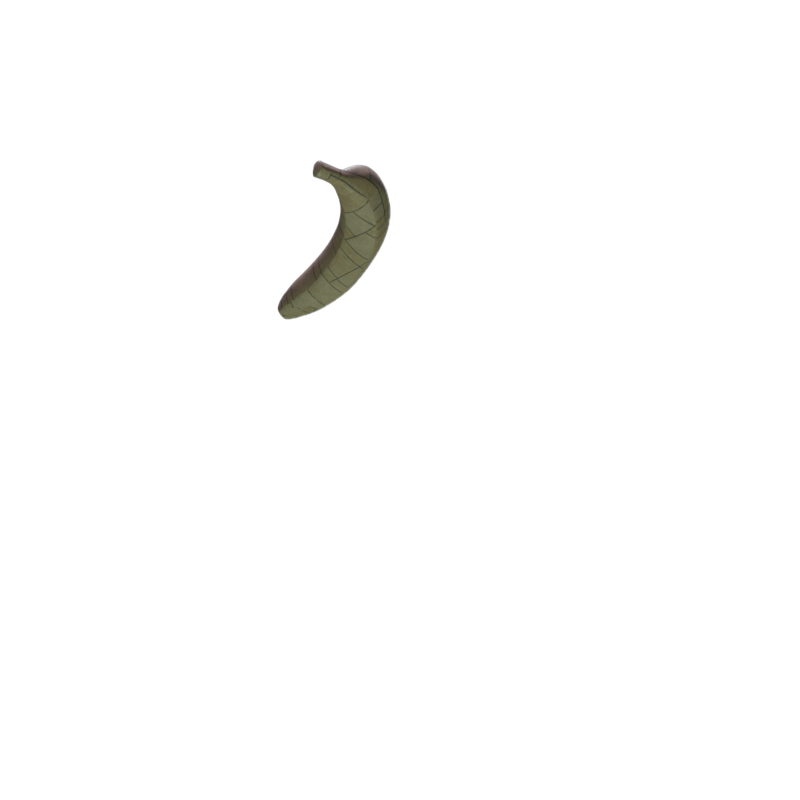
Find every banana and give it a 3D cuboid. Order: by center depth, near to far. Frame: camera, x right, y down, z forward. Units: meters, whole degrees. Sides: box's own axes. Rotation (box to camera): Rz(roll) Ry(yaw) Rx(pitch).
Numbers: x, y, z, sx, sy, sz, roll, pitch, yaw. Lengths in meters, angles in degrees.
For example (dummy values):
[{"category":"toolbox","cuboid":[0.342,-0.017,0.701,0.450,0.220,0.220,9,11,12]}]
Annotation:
[{"category":"banana","cuboid":[-0.048,-0.122,0.849,0.068,0.039,0.188,6,-33,-11]}]
